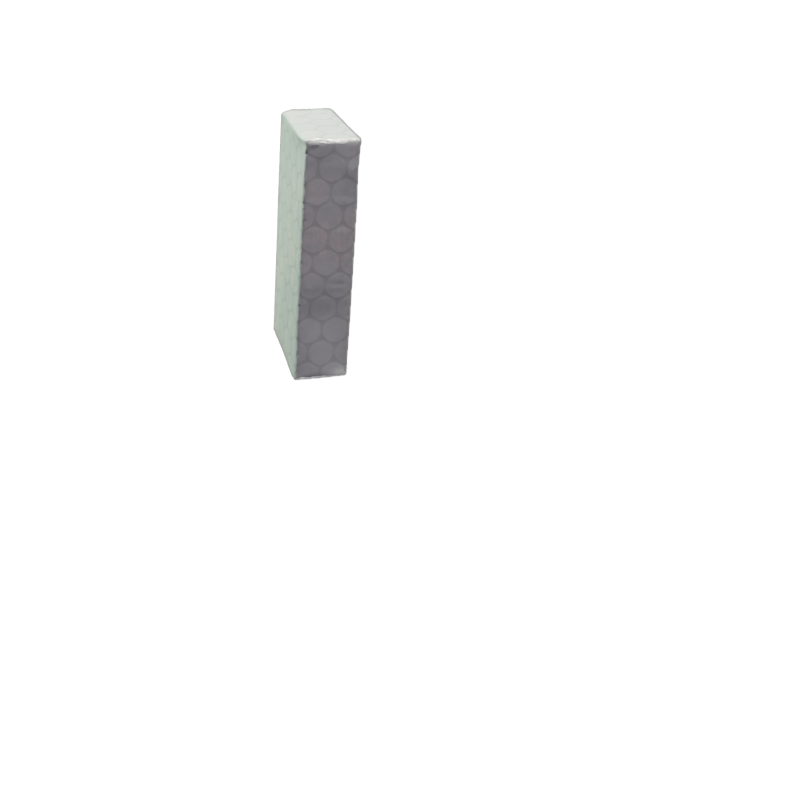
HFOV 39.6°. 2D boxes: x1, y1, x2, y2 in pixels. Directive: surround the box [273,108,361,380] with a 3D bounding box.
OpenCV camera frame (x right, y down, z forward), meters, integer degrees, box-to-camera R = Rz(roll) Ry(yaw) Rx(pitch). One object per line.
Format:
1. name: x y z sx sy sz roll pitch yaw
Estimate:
1. box: -0.063 -0.113 0.794 0.047 0.168 0.099 -4 22 -14
